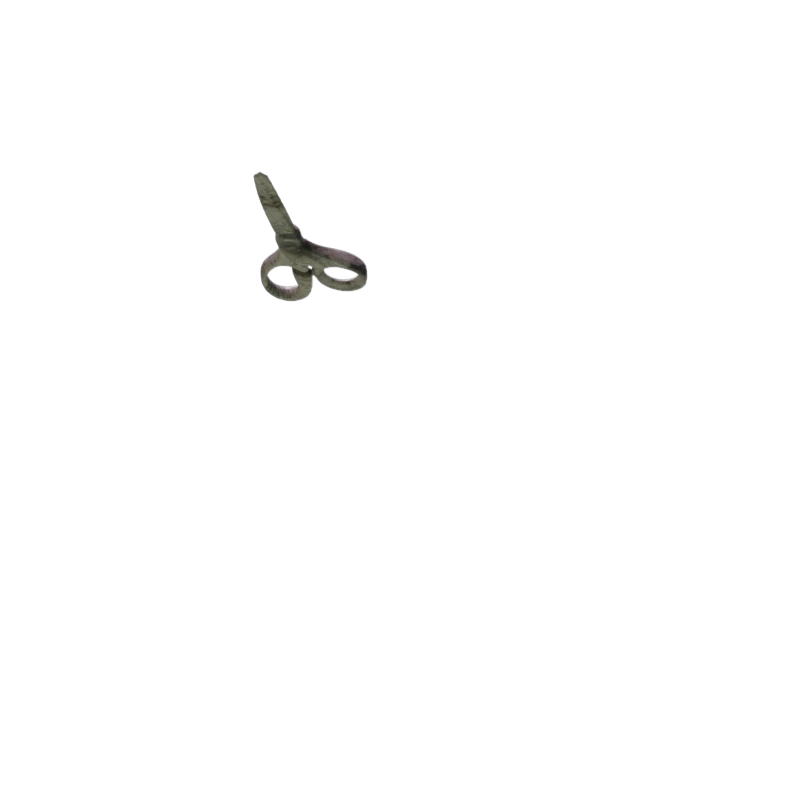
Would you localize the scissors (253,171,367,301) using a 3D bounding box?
[{"bbox_3d":[-0.067,-0.121,0.850,0.095,0.017,0.193,3,-20,-7],"label":"scissors"}]
